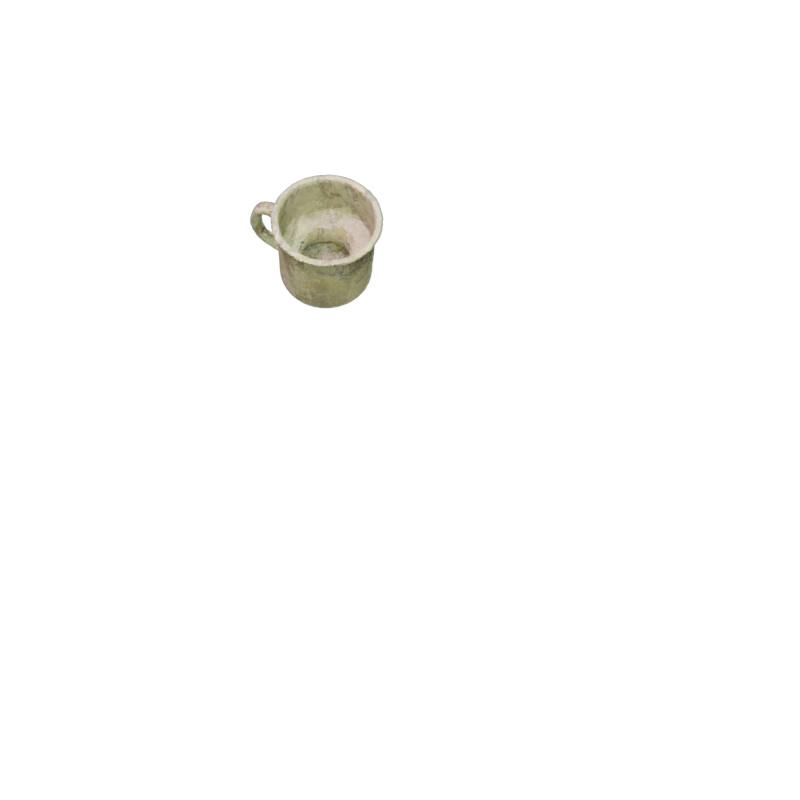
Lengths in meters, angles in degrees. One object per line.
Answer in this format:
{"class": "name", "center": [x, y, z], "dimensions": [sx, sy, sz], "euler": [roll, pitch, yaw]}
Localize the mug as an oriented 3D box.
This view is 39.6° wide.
{"class": "mug", "center": [-0.074, -0.135, 0.948], "dimensions": [0.120, 0.097, 0.076], "euler": [19, -30, 10]}
